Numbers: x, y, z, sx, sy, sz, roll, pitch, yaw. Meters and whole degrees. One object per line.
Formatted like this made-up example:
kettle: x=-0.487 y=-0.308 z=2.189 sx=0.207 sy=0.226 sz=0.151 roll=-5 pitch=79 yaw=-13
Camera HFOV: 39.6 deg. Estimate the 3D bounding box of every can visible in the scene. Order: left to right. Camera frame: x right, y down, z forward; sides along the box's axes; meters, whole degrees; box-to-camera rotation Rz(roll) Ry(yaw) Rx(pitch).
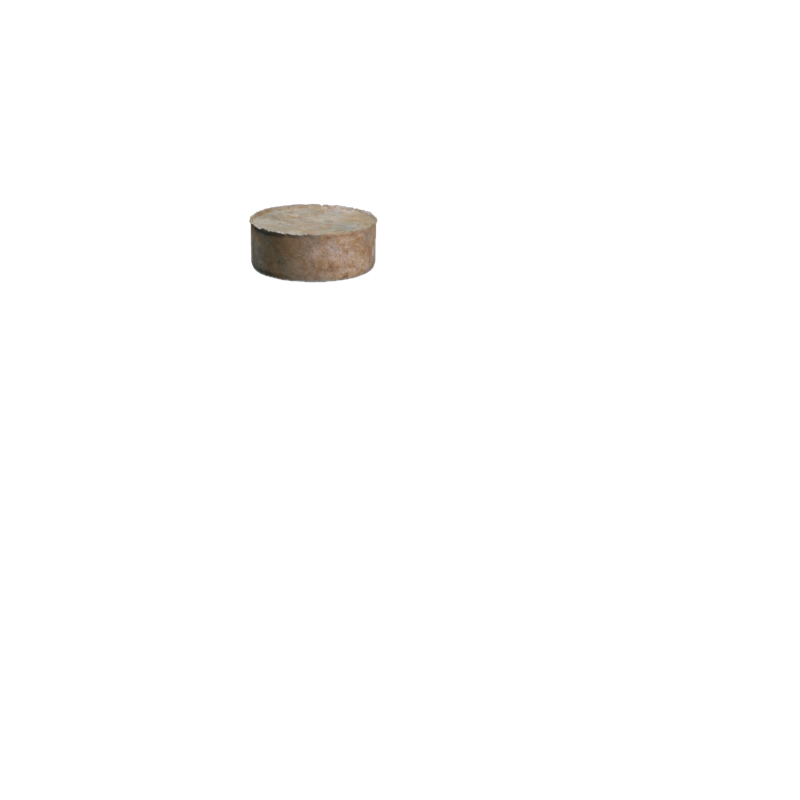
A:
can: x=-0.059 y=-0.107 z=0.748 sx=0.086 sy=0.032 sz=0.090 roll=-1 pitch=21 yaw=-2
